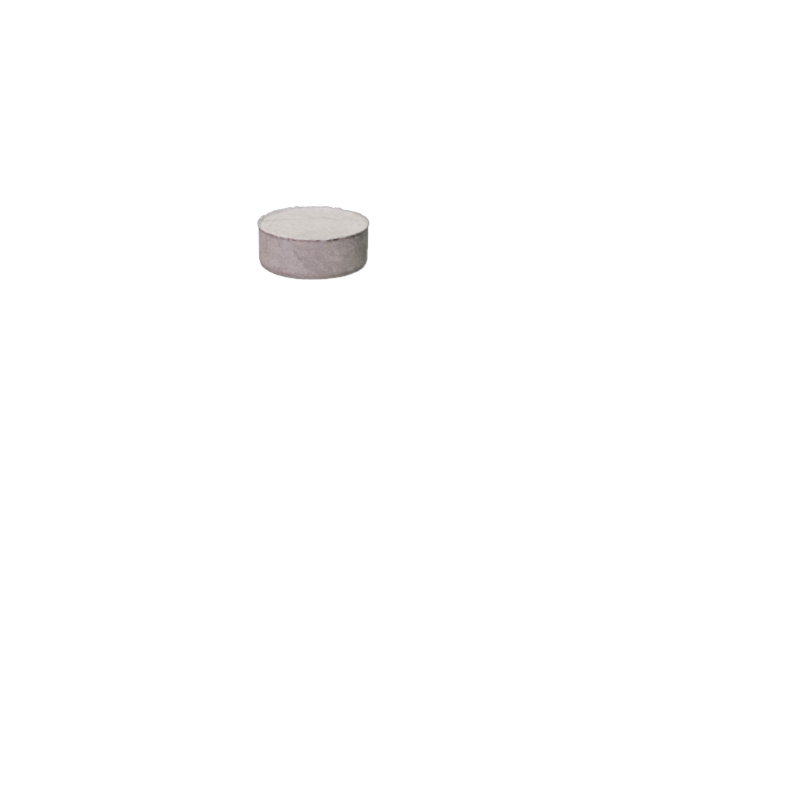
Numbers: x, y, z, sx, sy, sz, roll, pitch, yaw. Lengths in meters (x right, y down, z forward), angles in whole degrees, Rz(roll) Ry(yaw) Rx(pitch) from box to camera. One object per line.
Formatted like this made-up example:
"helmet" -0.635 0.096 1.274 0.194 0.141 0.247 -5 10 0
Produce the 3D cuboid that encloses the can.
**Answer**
"can" -0.067 -0.122 0.854 0.086 0.032 0.090 -1 24 -2
